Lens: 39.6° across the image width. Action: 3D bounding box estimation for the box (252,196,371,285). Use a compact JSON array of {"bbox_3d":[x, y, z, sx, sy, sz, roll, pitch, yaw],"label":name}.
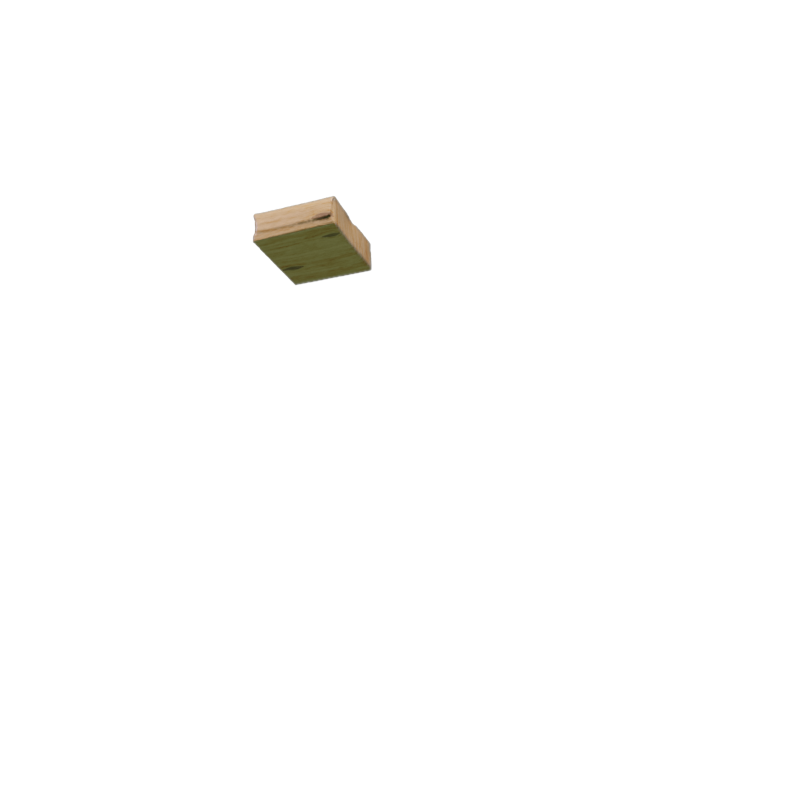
[{"bbox_3d":[-0.073,-0.133,0.934,0.074,0.032,0.083,-10,-26,19],"label":"box"}]
